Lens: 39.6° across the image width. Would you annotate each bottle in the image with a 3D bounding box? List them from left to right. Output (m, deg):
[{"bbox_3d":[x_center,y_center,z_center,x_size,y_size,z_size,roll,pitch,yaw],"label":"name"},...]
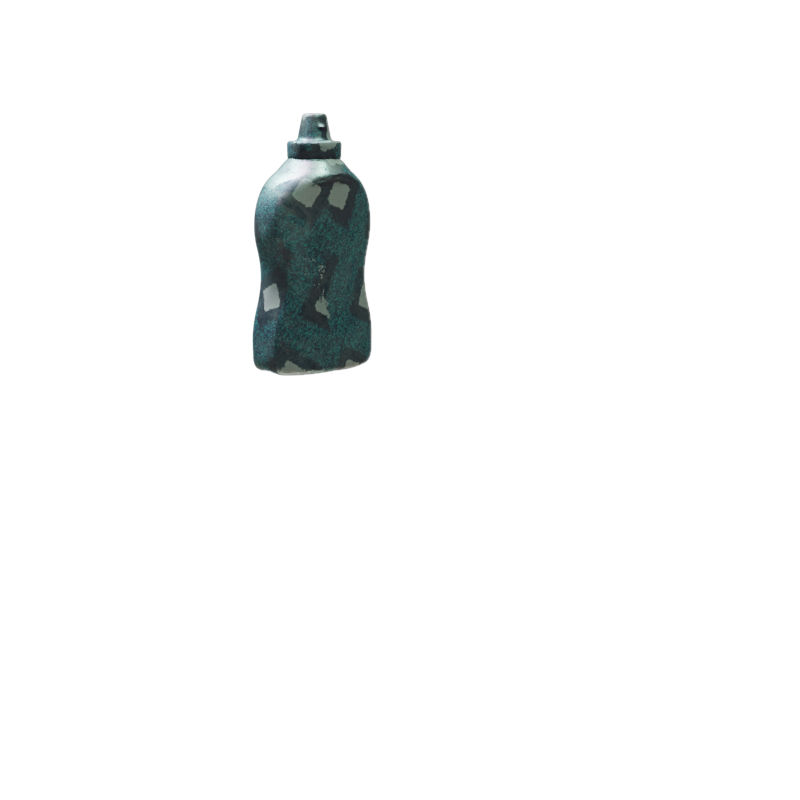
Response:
[{"bbox_3d":[-0.065,-0.119,0.835,0.093,0.189,0.061,-5,7,-39],"label":"bottle"}]
